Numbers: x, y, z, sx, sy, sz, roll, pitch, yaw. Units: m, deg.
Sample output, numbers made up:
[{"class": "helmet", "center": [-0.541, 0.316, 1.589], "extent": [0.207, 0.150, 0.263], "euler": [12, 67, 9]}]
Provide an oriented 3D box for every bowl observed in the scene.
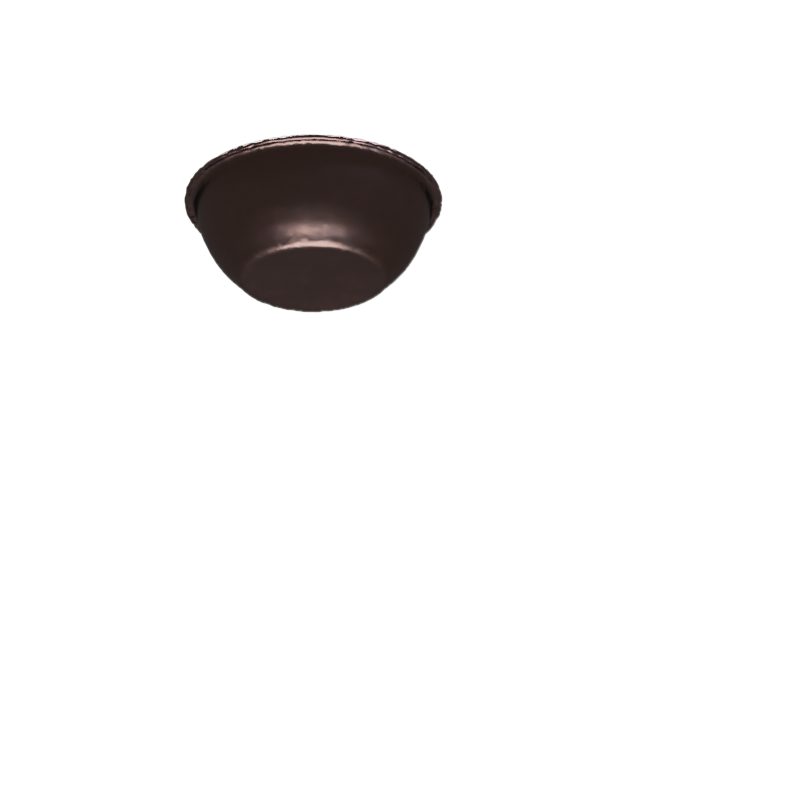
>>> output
[{"class": "bowl", "center": [-0.054, -0.098, 0.685], "extent": [0.162, 0.058, 0.153], "euler": [1, -23, -2]}]
